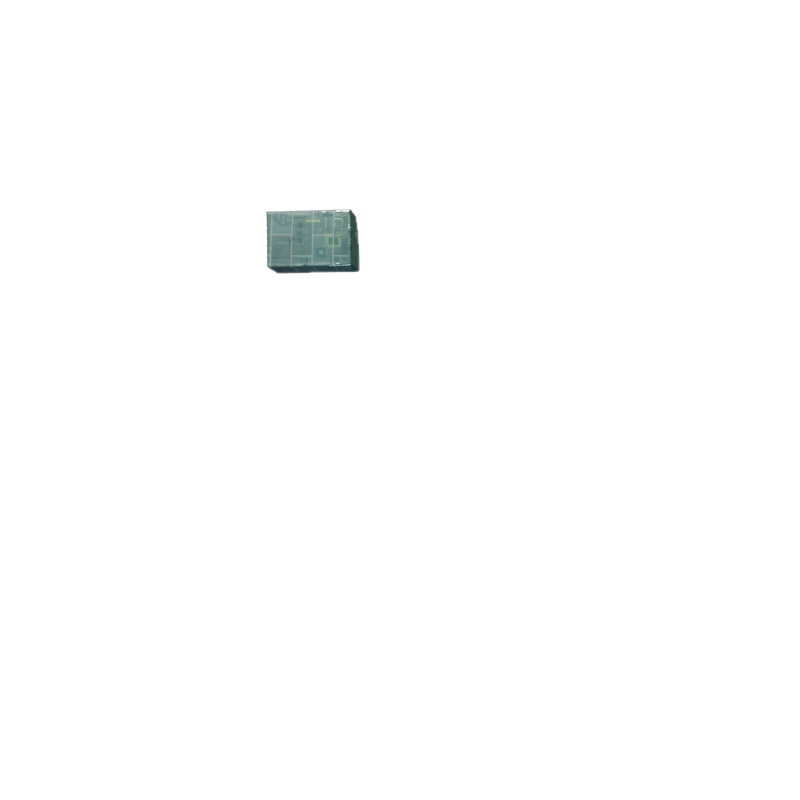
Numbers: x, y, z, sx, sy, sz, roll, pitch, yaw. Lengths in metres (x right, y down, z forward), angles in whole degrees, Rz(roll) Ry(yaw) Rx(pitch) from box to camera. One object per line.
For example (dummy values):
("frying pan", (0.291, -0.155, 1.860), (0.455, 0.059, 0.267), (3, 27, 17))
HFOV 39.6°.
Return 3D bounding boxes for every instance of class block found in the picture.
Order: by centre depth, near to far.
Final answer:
("block", (-0.078, -0.142, 0.996), (0.079, 0.052, 0.051), (0, -4, 8))
